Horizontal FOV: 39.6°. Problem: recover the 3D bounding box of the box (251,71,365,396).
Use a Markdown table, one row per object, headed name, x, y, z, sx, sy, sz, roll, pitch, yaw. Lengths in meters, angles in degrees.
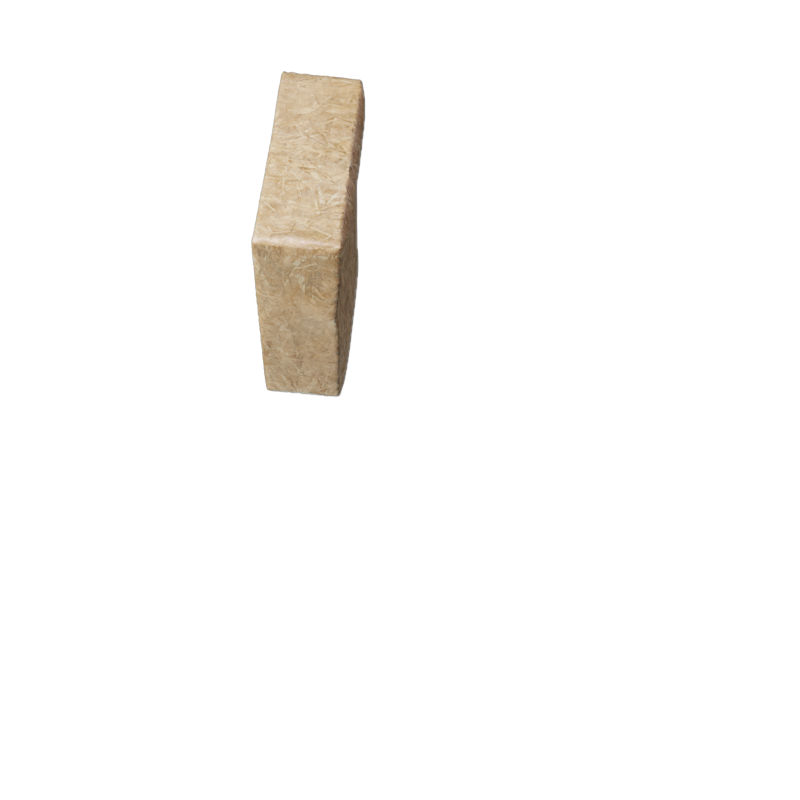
| name | x | y | z | sx | sy | sz | roll | pitch | yaw |
| --- | --- | --- | --- | --- | --- | --- | --- | --- | --- |
| box | -0.069 | -0.125 | 0.876 | 0.072 | 0.175 | 0.200 | 5 | -32 | -1 |
